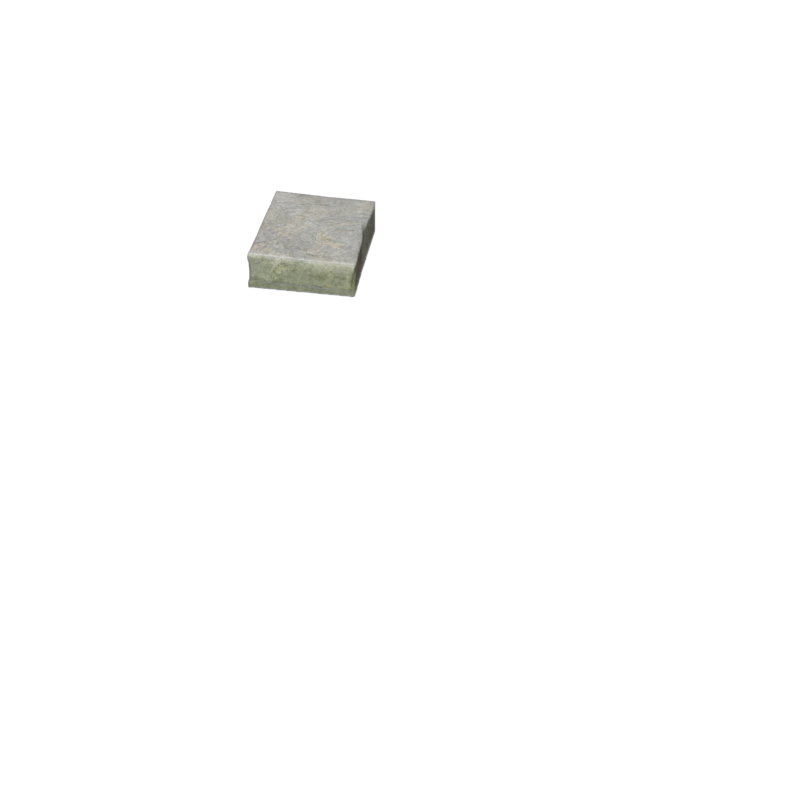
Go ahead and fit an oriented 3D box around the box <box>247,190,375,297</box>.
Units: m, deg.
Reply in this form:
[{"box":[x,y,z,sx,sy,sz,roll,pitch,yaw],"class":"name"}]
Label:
[{"box":[-0.059,-0.108,0.758,0.074,0.028,0.094,6,37,7],"class":"box"}]
